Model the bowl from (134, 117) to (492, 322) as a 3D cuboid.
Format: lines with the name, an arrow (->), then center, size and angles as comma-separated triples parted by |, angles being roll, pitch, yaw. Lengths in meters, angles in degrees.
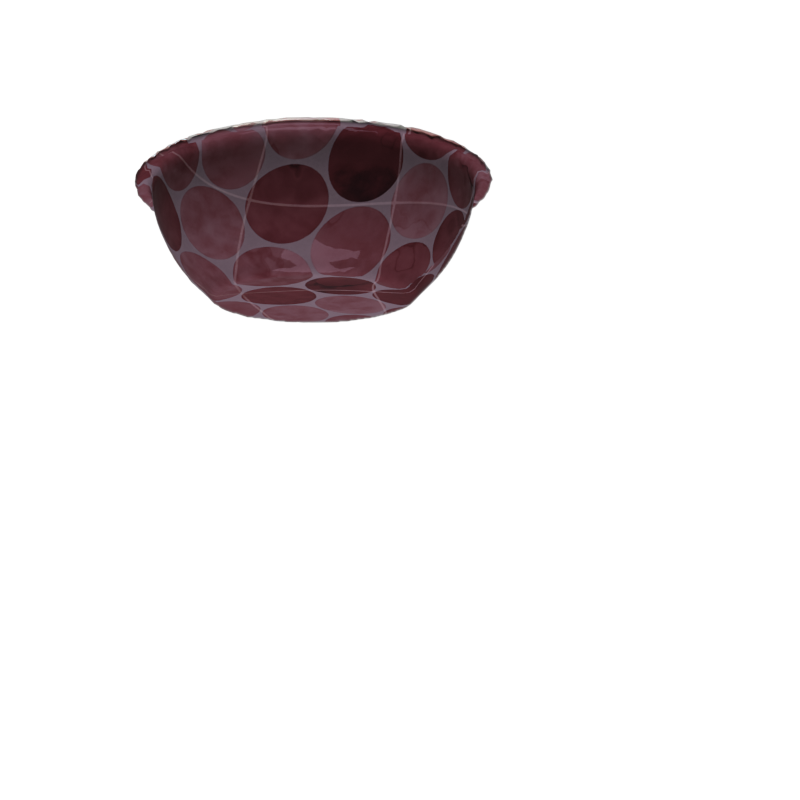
bowl -> -0.039, -0.071, 0.500 | 0.162, 0.057, 0.157 | 0, -10, -2
